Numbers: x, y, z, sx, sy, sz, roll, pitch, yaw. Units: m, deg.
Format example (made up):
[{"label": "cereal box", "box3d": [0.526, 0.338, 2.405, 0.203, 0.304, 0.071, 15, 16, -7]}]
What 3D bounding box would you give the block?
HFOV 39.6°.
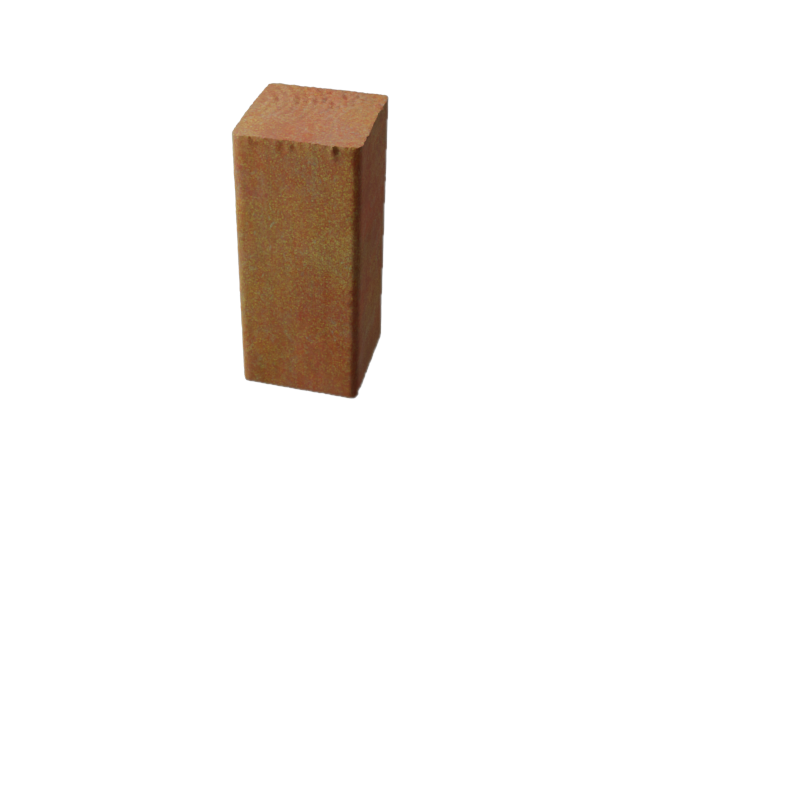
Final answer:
[{"label": "block", "box3d": [-0.063, -0.115, 0.805, 0.092, 0.193, 0.094, 9, 35, 10]}]
